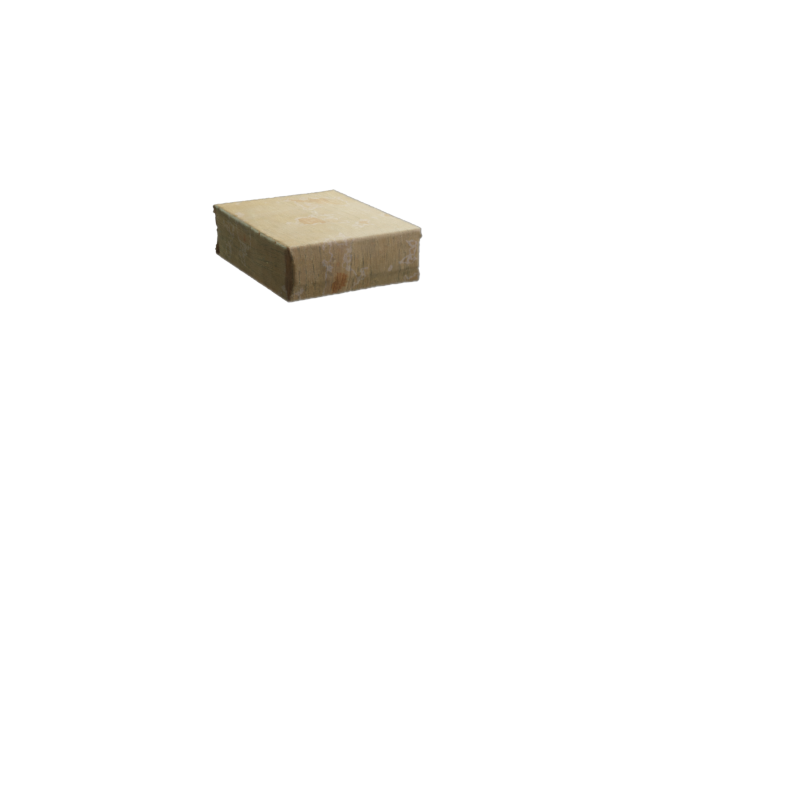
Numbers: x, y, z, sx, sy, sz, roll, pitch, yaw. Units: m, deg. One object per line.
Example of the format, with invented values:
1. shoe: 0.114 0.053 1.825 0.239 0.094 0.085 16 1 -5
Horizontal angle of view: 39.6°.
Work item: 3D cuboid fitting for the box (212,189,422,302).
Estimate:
1. box: -0.053 -0.098 0.684 0.088 0.037 0.121 -11 23 -28
